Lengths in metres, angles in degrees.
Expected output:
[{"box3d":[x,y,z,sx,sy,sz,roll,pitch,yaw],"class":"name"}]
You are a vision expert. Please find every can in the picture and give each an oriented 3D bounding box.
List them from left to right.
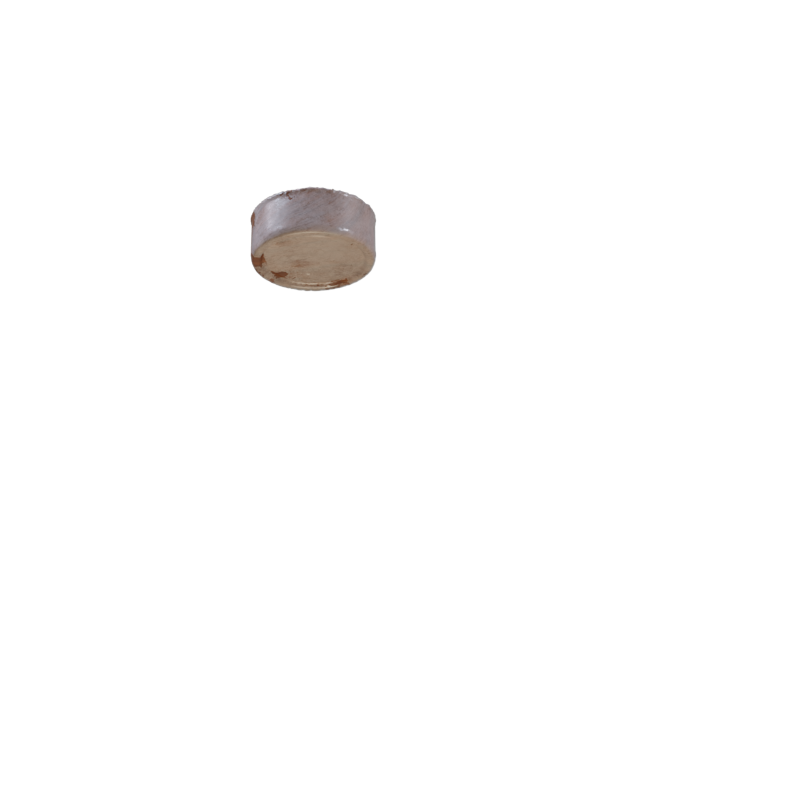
[{"box3d":[-0.059,-0.107,0.750,0.086,0.036,0.081,1,-25,-2],"class":"can"}]
